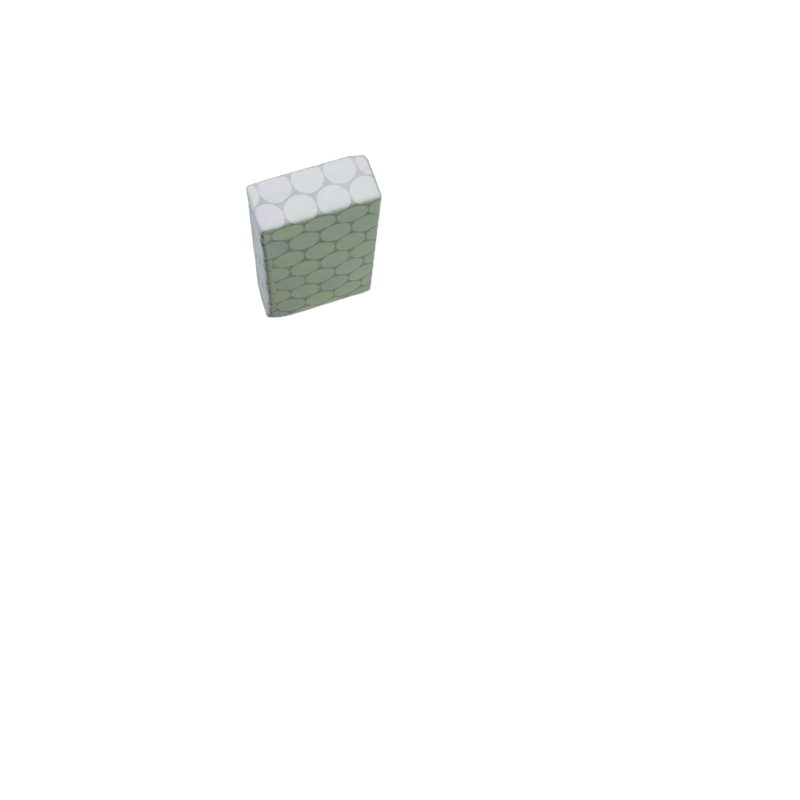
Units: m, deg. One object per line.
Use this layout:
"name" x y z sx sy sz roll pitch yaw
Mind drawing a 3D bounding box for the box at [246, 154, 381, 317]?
"box" -0.068 -0.124 0.866 0.093 0.051 0.167 -17 -19 -10
